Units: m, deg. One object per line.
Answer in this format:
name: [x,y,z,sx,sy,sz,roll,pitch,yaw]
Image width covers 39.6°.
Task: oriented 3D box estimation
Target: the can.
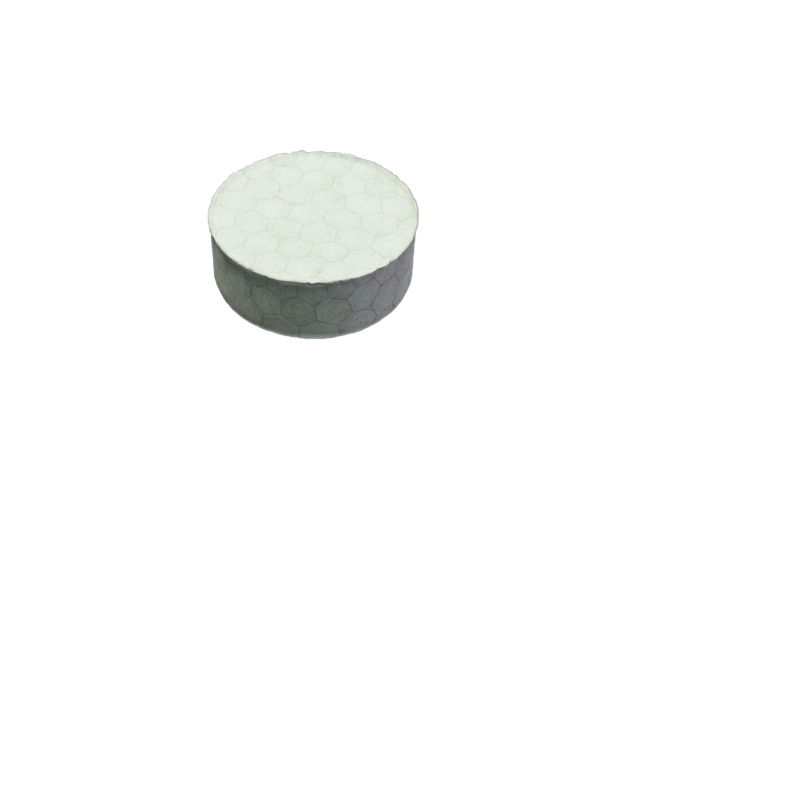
can: [-0.036,-0.066,0.461,0.086,0.031,0.092,-1,44,-1]
